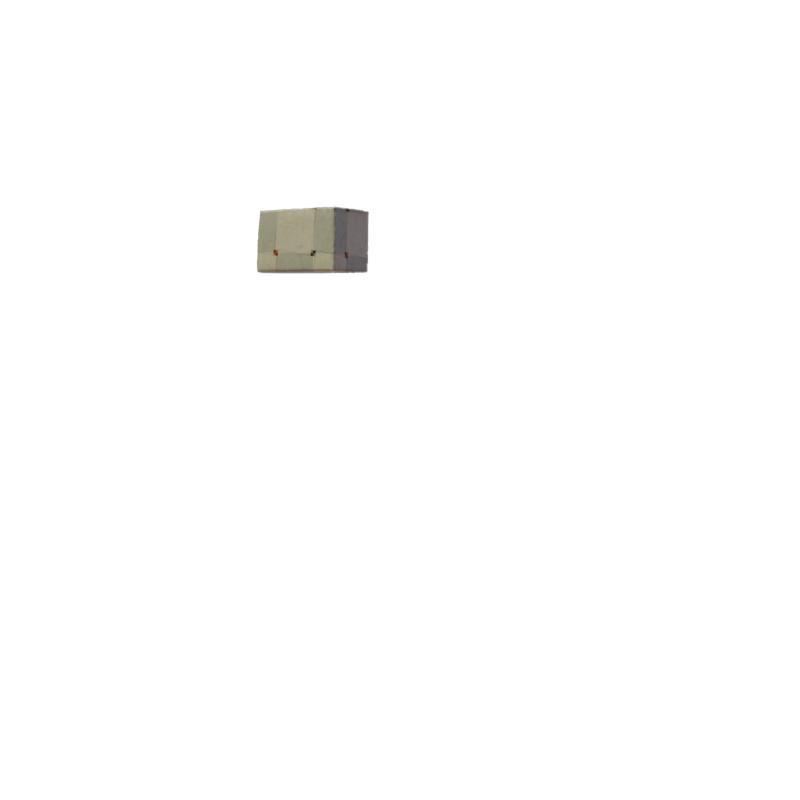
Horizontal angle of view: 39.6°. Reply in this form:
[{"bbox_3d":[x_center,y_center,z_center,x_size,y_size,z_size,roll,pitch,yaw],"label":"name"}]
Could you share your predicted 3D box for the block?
[{"bbox_3d":[-0.071,-0.129,0.906,0.081,0.051,0.051,2,2,33],"label":"block"}]
